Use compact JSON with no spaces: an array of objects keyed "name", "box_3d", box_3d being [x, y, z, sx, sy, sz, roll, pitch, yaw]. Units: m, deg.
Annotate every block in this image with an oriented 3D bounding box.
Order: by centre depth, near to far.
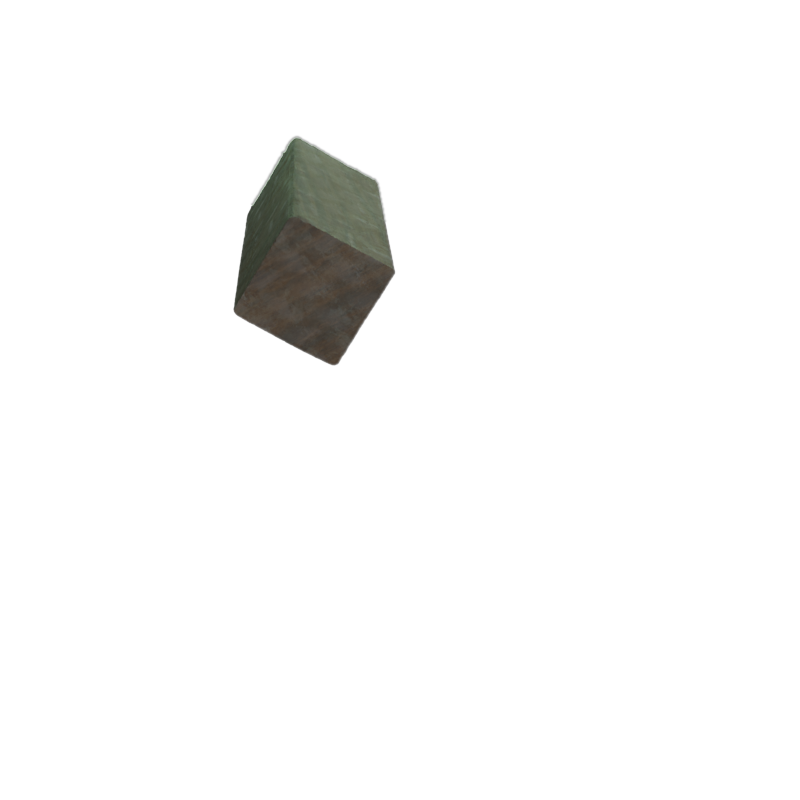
[{"name":"block","box_3d":[-0.071,-0.127,0.892,0.087,0.088,0.218,27,22,-16]}]
